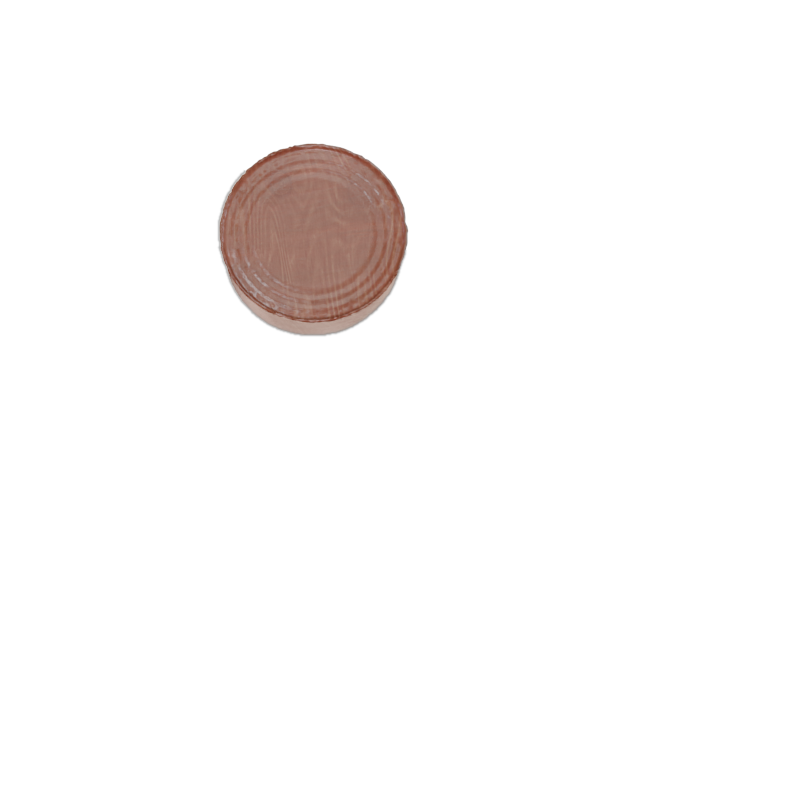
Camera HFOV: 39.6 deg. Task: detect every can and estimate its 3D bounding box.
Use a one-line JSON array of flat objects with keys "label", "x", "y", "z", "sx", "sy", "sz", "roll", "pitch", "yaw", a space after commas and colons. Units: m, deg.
[{"label": "can", "x": -0.041, "y": -0.074, "z": 0.518, "sx": 0.086, "sy": 0.090, "sz": 0.032, "roll": -1, "pitch": -17, "yaw": -1}]
